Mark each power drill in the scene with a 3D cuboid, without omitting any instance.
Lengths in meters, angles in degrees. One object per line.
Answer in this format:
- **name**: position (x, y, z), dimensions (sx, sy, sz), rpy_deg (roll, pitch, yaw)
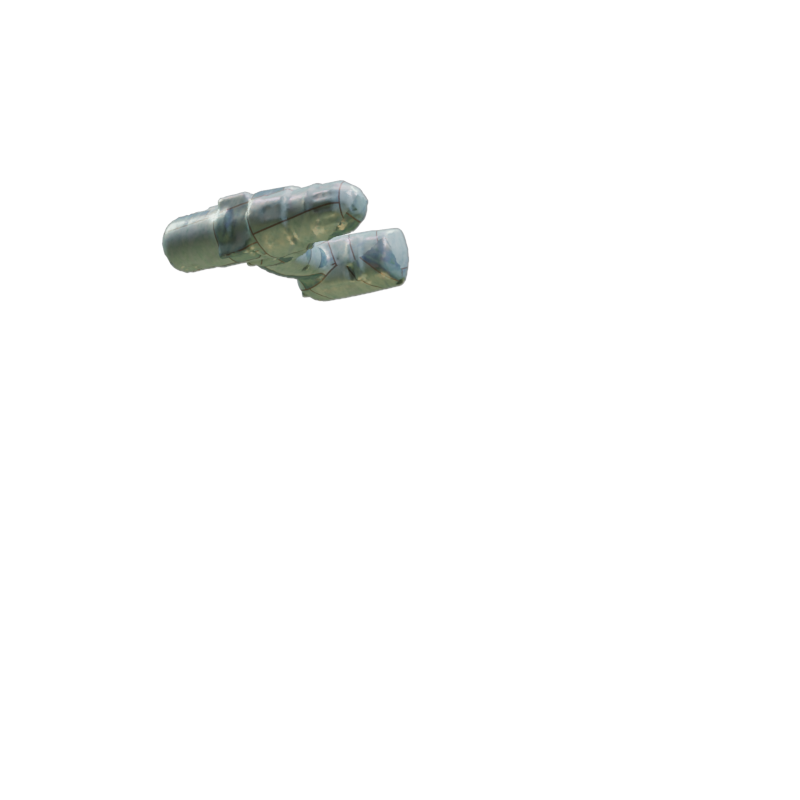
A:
- **power drill**: position (-0.071, -0.129, 0.904), dimensions (0.189, 0.059, 0.177), rpy_deg (-5, -10, 33)
